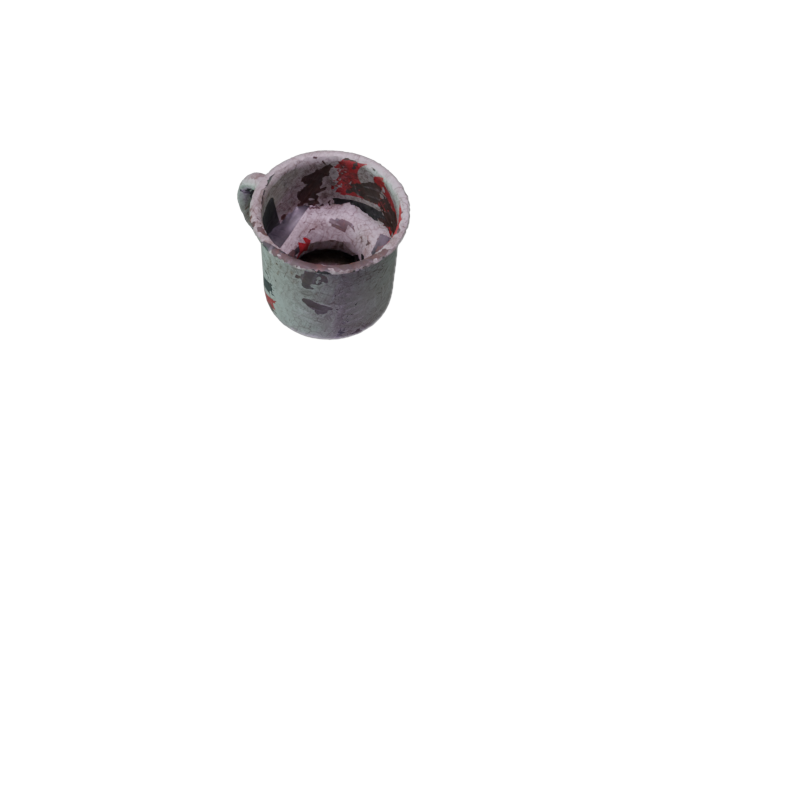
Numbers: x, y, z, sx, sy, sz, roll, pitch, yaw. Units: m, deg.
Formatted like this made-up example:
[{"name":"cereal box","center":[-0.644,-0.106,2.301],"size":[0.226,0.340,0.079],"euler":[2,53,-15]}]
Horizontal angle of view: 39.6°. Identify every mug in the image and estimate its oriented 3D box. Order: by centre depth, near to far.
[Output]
[{"name":"mug","center":[-0.053,-0.096,0.675],"size":[0.123,0.095,0.076],"euler":[31,-30,19]}]
